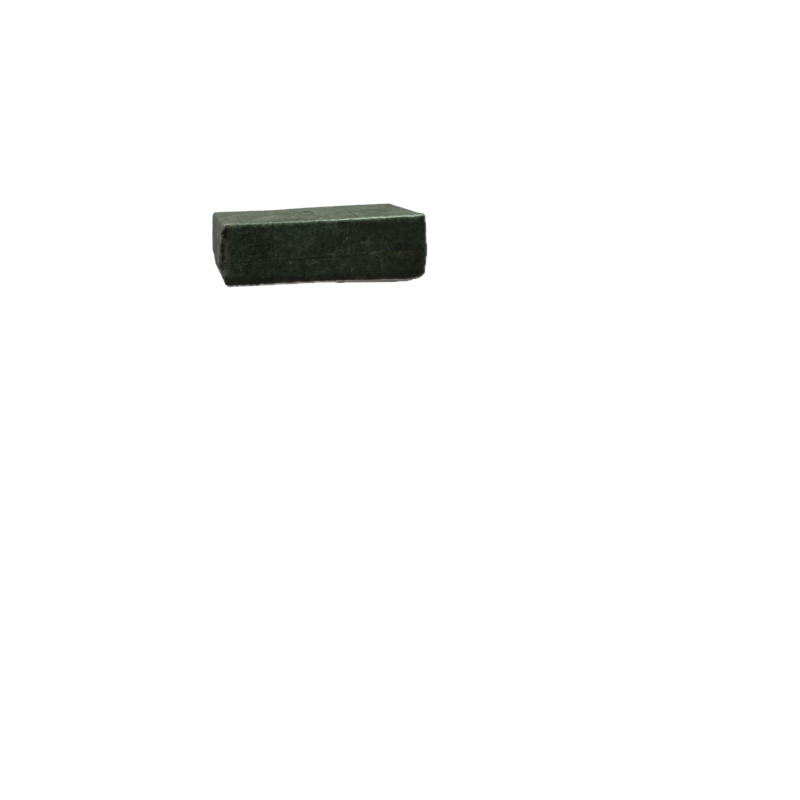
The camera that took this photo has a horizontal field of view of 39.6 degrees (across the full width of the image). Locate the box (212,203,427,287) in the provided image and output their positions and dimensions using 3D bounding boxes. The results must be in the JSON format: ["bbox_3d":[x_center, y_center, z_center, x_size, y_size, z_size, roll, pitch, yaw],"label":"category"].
[{"bbox_3d":[-0.050,-0.090,0.633,0.112,0.038,0.093,-2,14,-10],"label":"box"}]
